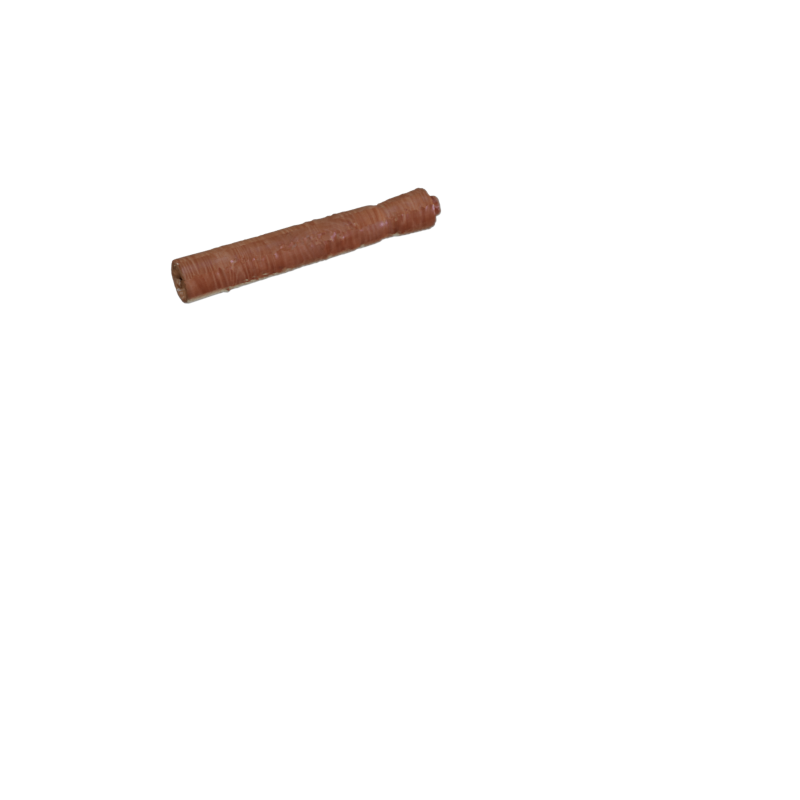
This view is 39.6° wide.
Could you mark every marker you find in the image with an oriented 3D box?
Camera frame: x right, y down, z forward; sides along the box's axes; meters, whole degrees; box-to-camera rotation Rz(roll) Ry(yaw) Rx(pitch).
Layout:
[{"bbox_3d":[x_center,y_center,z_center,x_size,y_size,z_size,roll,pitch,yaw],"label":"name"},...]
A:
[{"bbox_3d":[-0.036,-0.066,0.465,0.120,0.019,0.020,-20,12,-21],"label":"marker"}]
